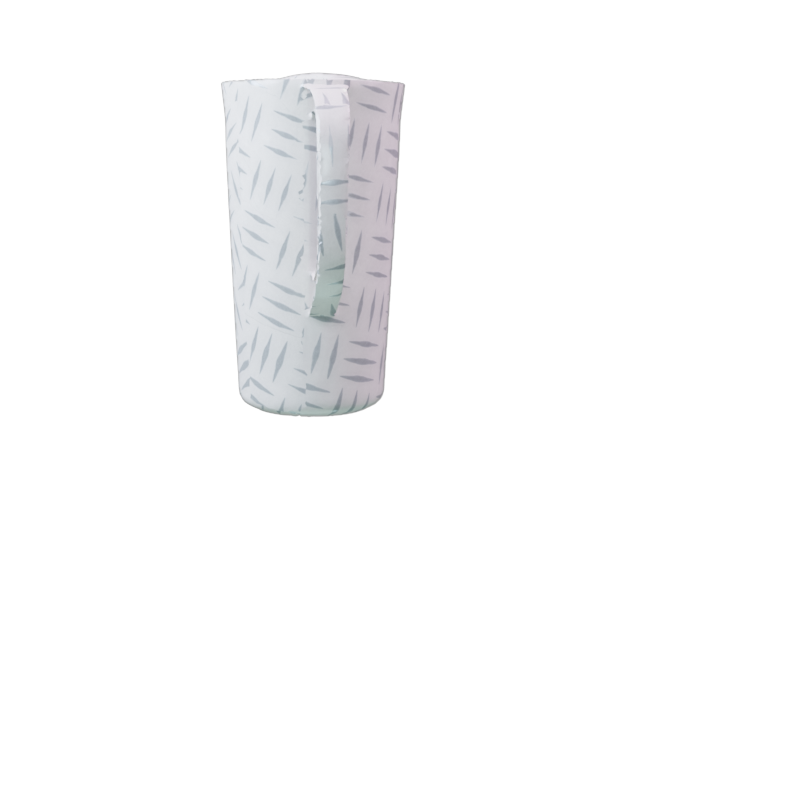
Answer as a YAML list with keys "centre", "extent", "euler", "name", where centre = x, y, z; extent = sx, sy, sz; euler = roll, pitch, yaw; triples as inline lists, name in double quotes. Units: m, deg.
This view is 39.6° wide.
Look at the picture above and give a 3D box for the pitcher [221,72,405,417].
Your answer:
- centre: [-0.063, -0.115, 0.803]
  extent: [0.151, 0.240, 0.145]
  euler: [5, 8, 34]
  name: "pitcher"
